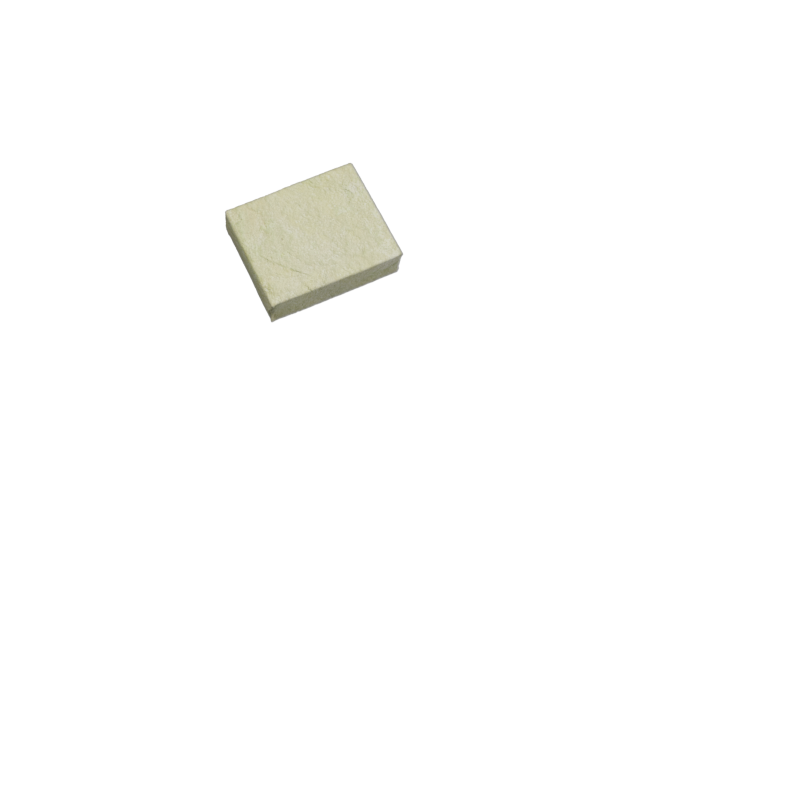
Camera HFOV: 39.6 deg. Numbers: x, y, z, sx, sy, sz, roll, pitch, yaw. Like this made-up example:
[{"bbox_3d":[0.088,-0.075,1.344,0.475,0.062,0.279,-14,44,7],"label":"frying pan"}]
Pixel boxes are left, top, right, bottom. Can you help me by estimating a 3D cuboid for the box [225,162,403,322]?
[{"bbox_3d":[-0.067,-0.123,0.861,0.113,0.095,0.037,-24,-23,-12],"label":"box"}]
